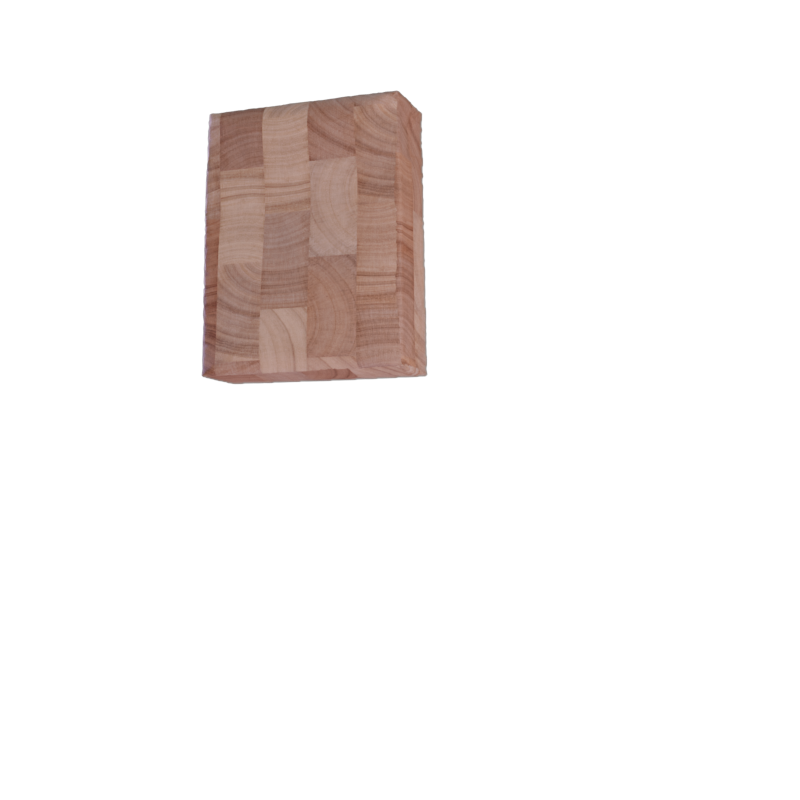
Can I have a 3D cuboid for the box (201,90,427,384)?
[{"bbox_3d":[-0.068,-0.123,0.863,0.168,0.220,0.068,-4,-11,19],"label":"box"}]
